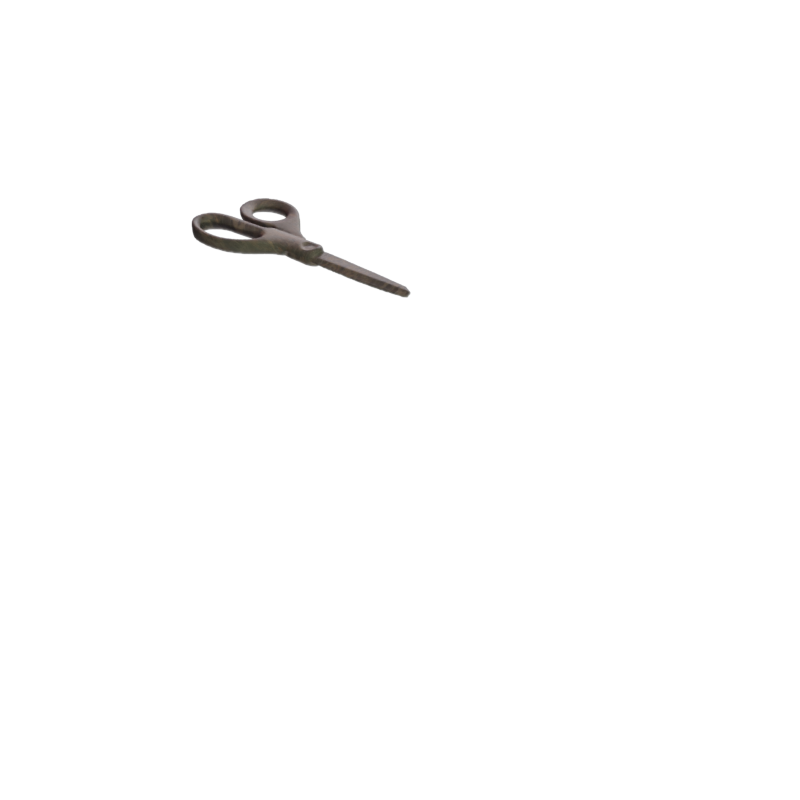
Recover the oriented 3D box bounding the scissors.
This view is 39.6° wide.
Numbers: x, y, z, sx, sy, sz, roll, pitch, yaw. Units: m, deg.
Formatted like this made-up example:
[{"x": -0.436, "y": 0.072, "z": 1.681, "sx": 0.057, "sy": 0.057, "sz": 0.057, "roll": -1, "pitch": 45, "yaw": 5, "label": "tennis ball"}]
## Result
[{"x": -0.068, "y": -0.124, "z": 0.870, "sx": 0.210, "sy": 0.015, "sz": 0.098, "roll": 15, "pitch": 36, "yaw": 22, "label": "scissors"}]
